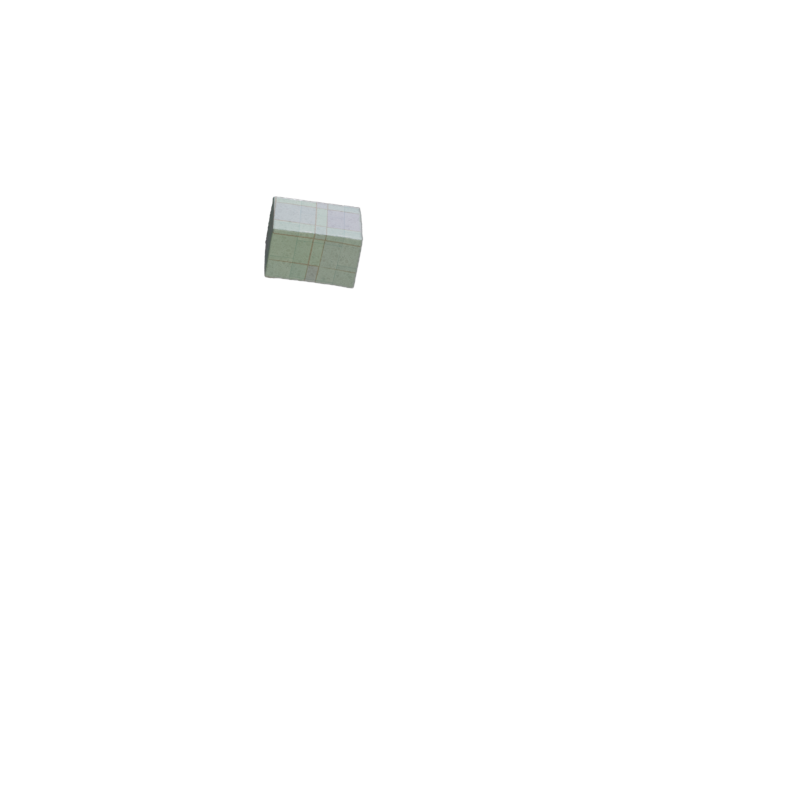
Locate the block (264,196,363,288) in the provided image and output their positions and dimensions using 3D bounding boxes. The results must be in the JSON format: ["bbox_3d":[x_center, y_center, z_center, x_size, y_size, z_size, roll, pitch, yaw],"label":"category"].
[{"bbox_3d":[-0.074,-0.134,0.940,0.077,0.050,0.055,8,38,-7],"label":"block"}]
